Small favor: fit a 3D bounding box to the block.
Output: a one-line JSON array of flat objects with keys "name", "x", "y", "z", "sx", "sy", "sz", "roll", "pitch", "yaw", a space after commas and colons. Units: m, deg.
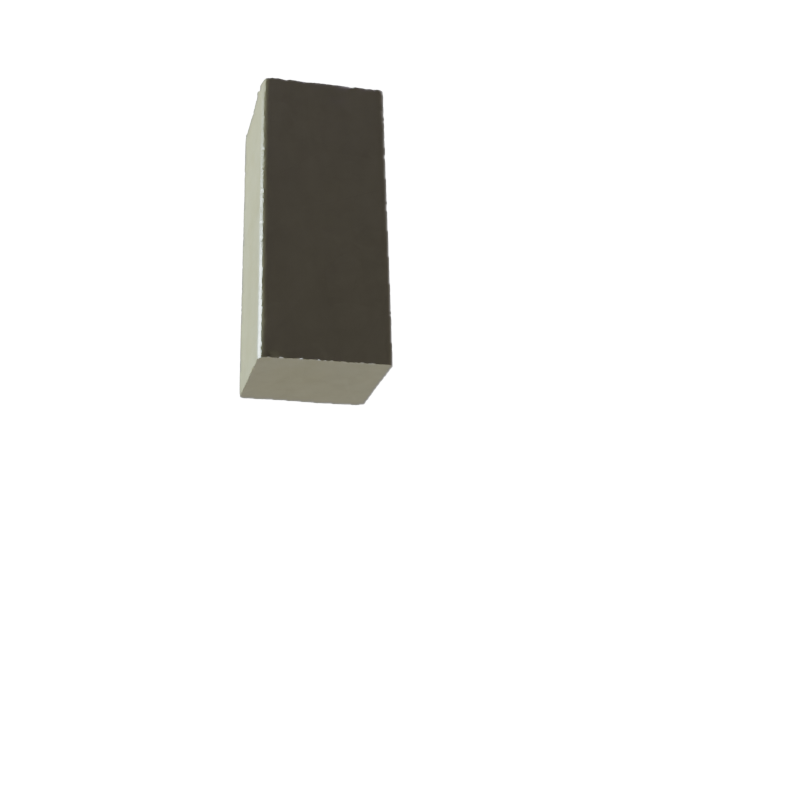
[{"name": "block", "x": -0.061, "y": -0.111, "z": 0.775, "sx": 0.089, "sy": 0.217, "sz": 0.087, "roll": 4, "pitch": -24, "yaw": -13}]
